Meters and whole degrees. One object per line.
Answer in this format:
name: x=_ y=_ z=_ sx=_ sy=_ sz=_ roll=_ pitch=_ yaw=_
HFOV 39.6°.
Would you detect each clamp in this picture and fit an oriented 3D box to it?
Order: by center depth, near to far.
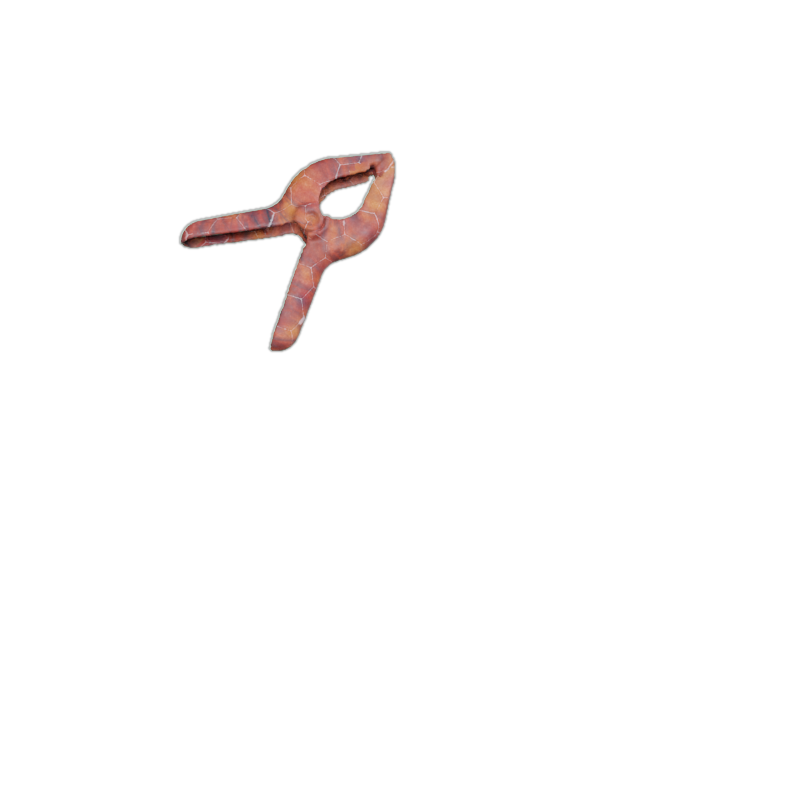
clamp: x=-0.065 y=-0.119 z=0.832 sx=0.171 sy=0.124 sz=0.038 roll=-31 pitch=-10 yaw=-7
